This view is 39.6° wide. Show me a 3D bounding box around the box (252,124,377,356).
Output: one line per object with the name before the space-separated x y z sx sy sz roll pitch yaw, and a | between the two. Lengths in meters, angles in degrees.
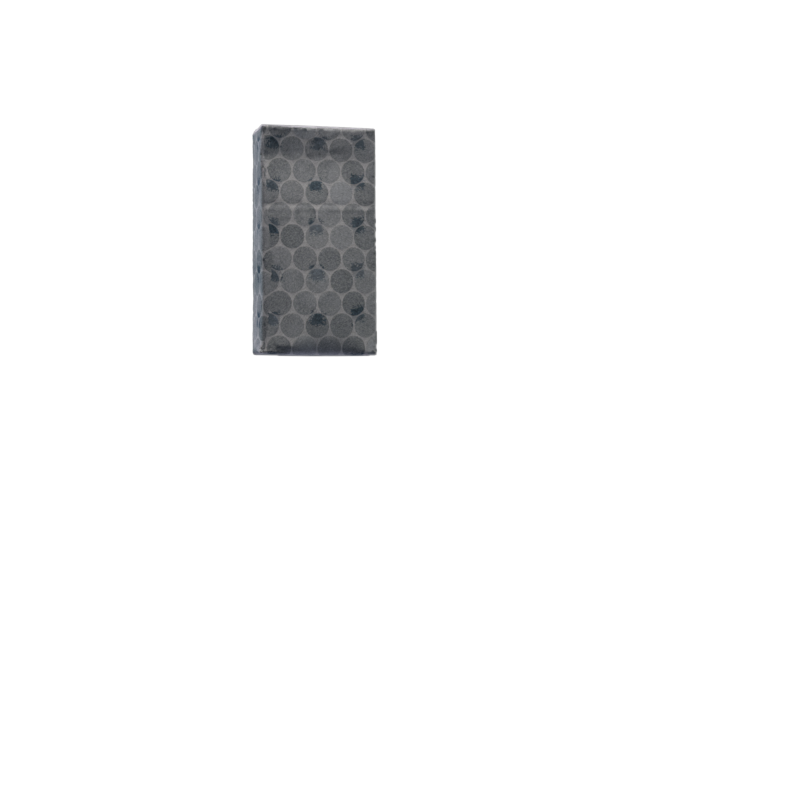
box | -0.067 -0.123 0.859 0.091 0.179 0.048 1 -6 -15
